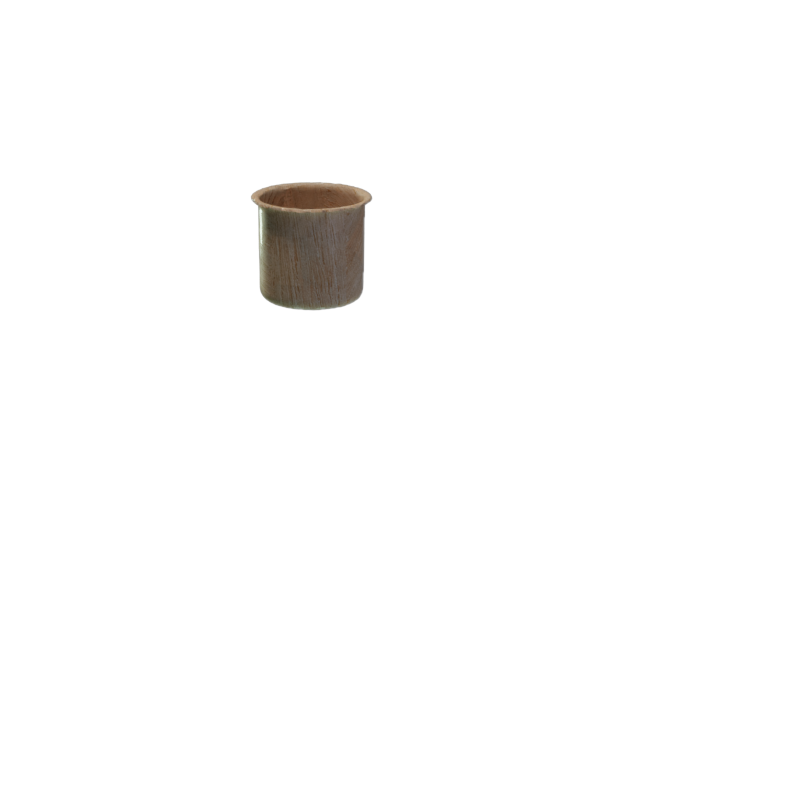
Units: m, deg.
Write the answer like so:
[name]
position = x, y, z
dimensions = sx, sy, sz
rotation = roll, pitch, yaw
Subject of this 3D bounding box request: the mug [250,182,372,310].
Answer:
[mug]
position = -0.068, -0.125, 0.872
dimensions = 0.094, 0.078, 0.122
rotation = 2, 21, 3
